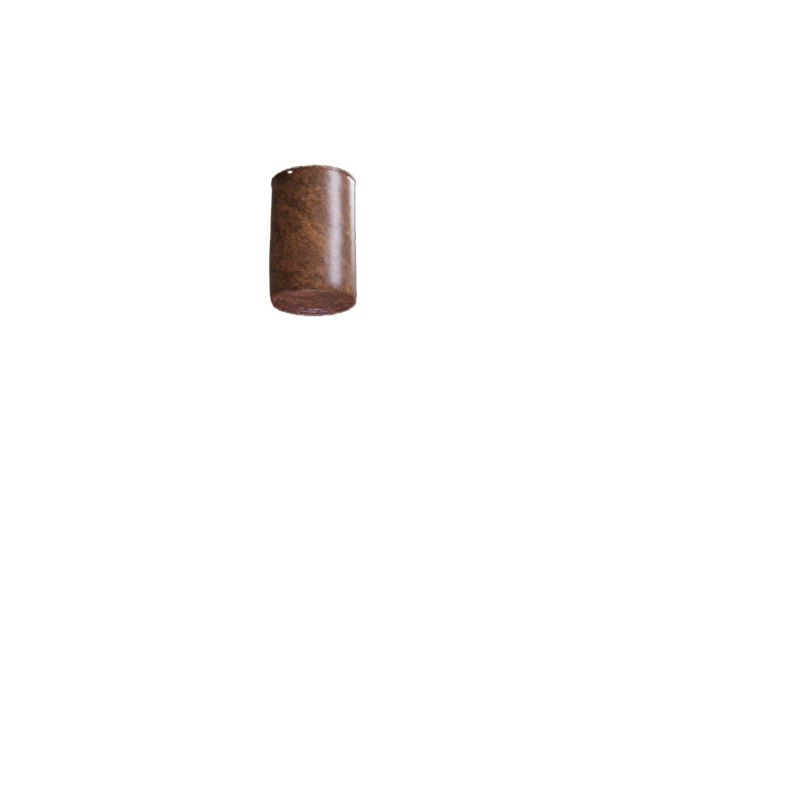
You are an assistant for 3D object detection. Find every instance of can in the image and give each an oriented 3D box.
[{"bbox_3d":[-0.068,-0.123,0.864,0.068,0.107,0.066,0,-19,-2],"label":"can"}]
